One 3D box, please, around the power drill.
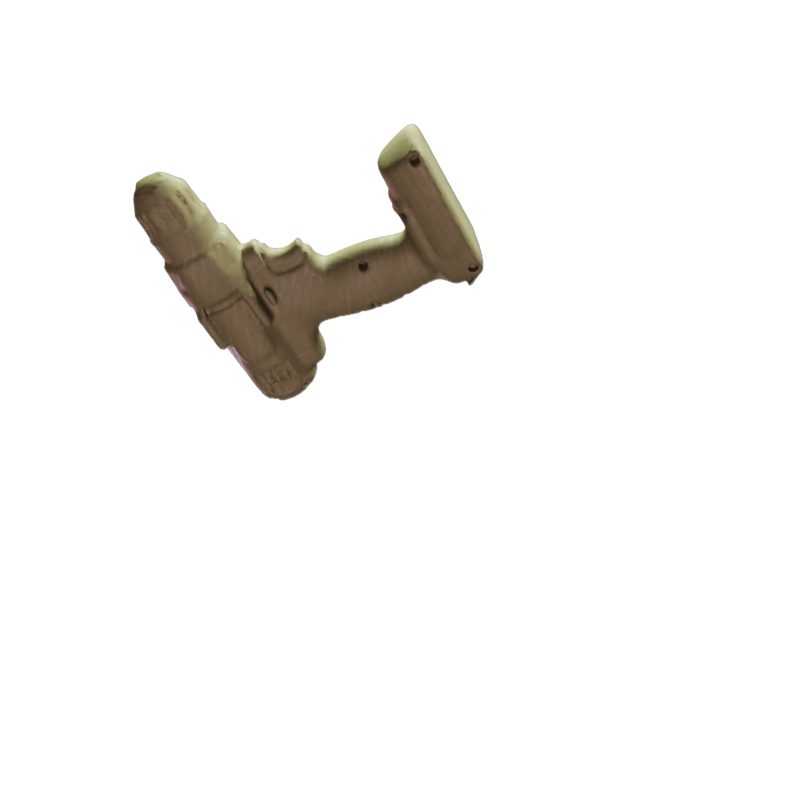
[{"bbox_3d":[-0.056,-0.102,0.716,0.188,0.172,0.061,-25,30,15],"label":"power drill"}]
